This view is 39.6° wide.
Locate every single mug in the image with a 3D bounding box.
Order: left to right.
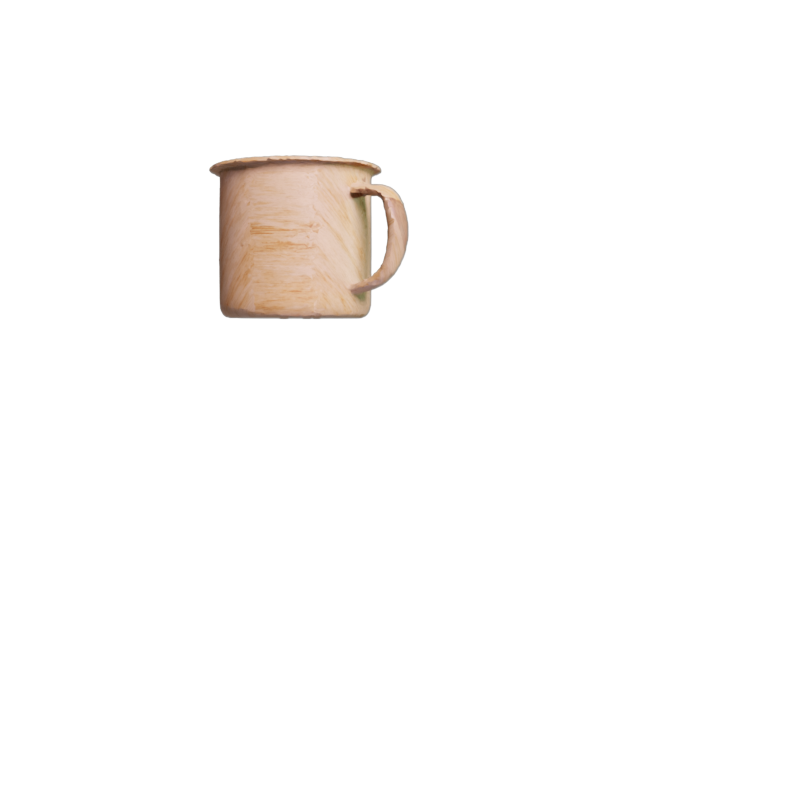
[{"bbox_3d":[-0.046,-0.084,0.590,0.121,0.082,0.090,1,0,34],"label":"mug"}]
